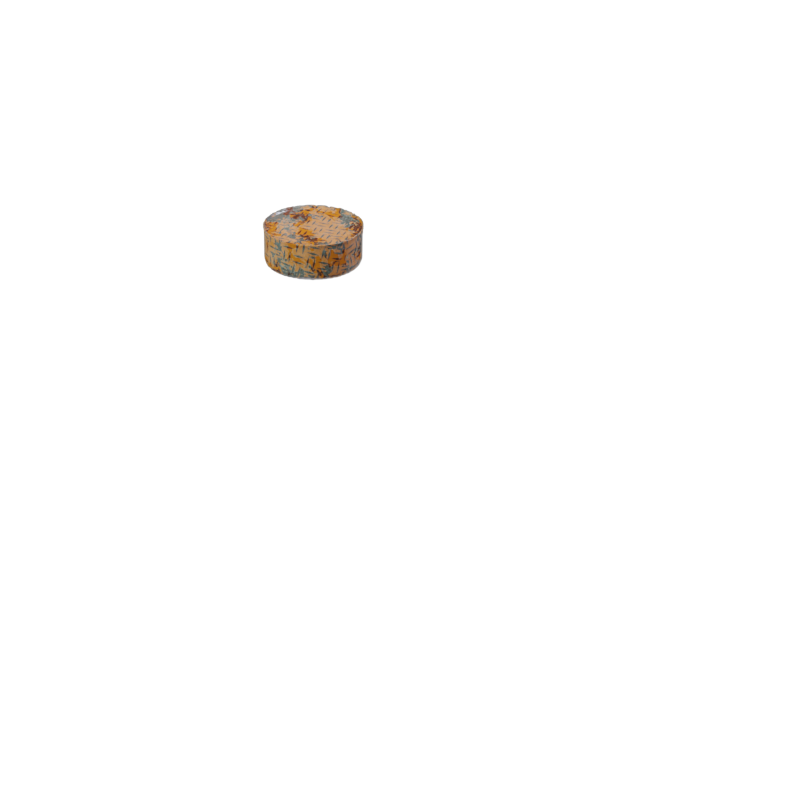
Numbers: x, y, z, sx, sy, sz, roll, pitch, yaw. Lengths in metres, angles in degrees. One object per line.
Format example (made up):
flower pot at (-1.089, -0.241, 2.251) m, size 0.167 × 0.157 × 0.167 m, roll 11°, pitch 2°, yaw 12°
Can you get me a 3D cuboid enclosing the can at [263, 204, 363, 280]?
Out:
can at (-0.074, -0.135, 0.947) m, size 0.086 × 0.032 × 0.091 m, roll -1°, pitch 30°, yaw -2°
